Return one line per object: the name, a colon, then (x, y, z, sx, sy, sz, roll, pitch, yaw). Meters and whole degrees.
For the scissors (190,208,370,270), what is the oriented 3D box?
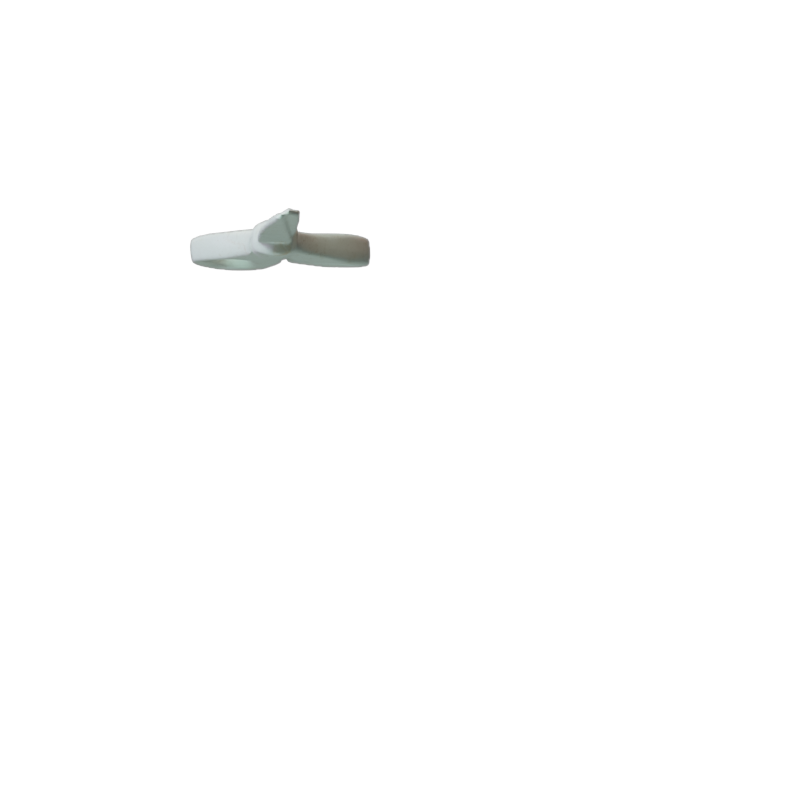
scissors: (-0.038, -0.069, 0.481, 0.094, 0.016, 0.207, -1, 4, -23)
